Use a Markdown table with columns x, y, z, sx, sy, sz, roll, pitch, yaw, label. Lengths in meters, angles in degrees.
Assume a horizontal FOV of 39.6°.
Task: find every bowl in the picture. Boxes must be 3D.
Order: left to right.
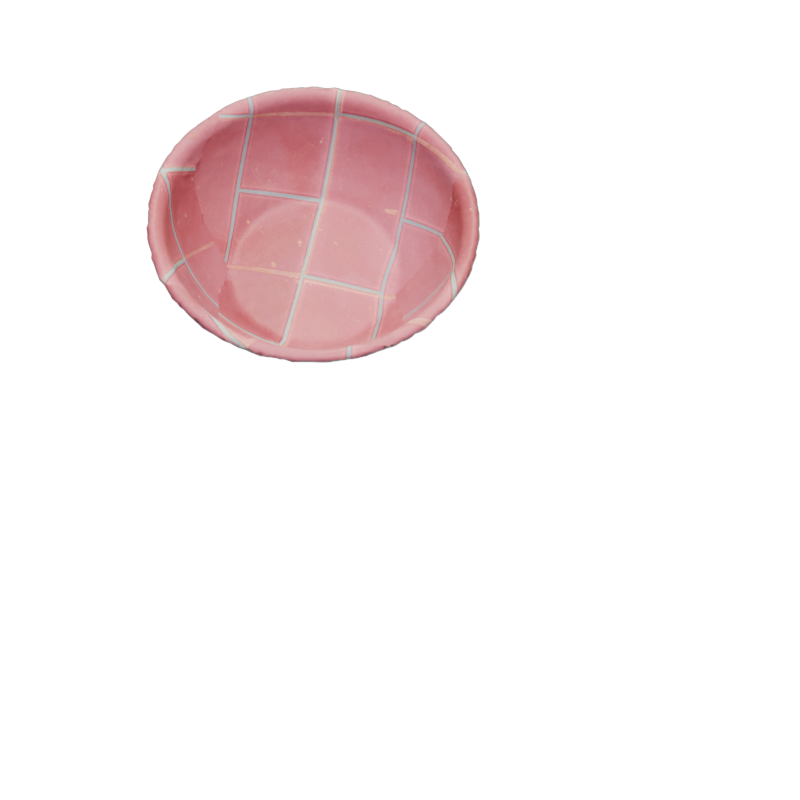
| x | y | z | sx | sy | sz | roll | pitch | yaw | label |
| --- | --- | --- | --- | --- | --- | --- | --- | --- | --- |
| -0.044 | -0.080 | 0.557 | 0.162 | 0.173 | 0.052 | -1 | -31 | -1 | bowl |
